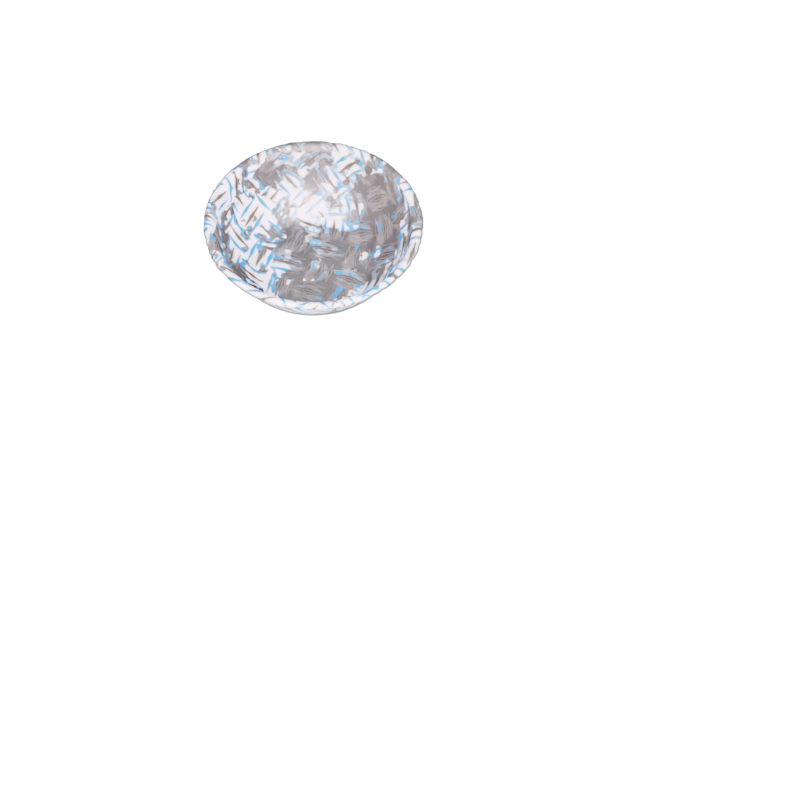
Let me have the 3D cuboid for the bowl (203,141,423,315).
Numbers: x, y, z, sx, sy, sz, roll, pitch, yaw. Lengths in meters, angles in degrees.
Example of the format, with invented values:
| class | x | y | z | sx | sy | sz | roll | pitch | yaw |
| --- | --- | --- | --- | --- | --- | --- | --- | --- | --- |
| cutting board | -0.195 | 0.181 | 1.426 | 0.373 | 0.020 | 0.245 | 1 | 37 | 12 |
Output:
| class | x | y | z | sx | sy | sz | roll | pitch | yaw |
| --- | --- | --- | --- | --- | --- | --- | --- | --- | --- |
| bowl | -0.065 | -0.119 | 0.835 | 0.162 | 0.174 | 0.051 | -1 | -36 | -1 |
